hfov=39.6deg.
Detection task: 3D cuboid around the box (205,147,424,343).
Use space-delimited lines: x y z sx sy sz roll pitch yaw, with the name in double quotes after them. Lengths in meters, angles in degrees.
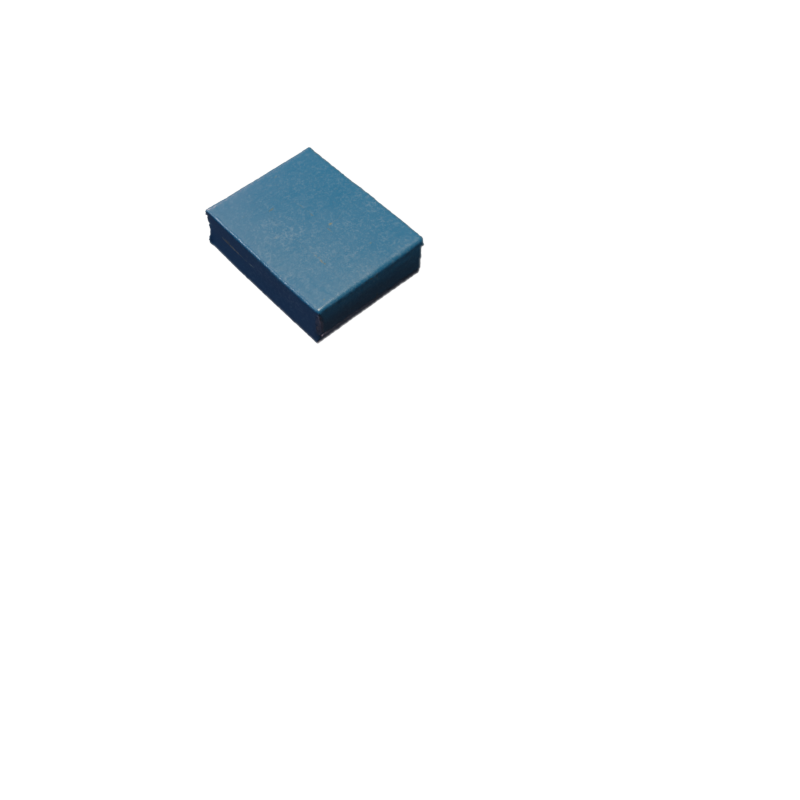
-0.056 -0.102 0.711 0.090 0.036 0.121 -35 59 -26 "box"
